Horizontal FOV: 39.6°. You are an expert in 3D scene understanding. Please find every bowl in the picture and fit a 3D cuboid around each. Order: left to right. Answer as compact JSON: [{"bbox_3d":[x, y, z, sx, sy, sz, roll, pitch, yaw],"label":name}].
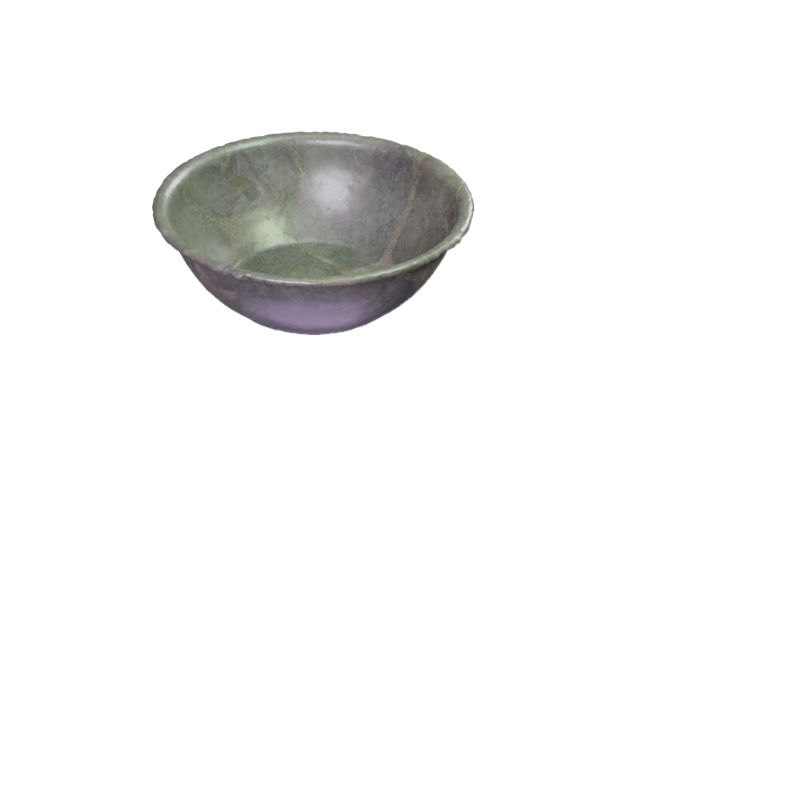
[{"bbox_3d":[-0.045,-0.082,0.572,0.162,0.052,0.173,-1,36,-2],"label":"bowl"}]
